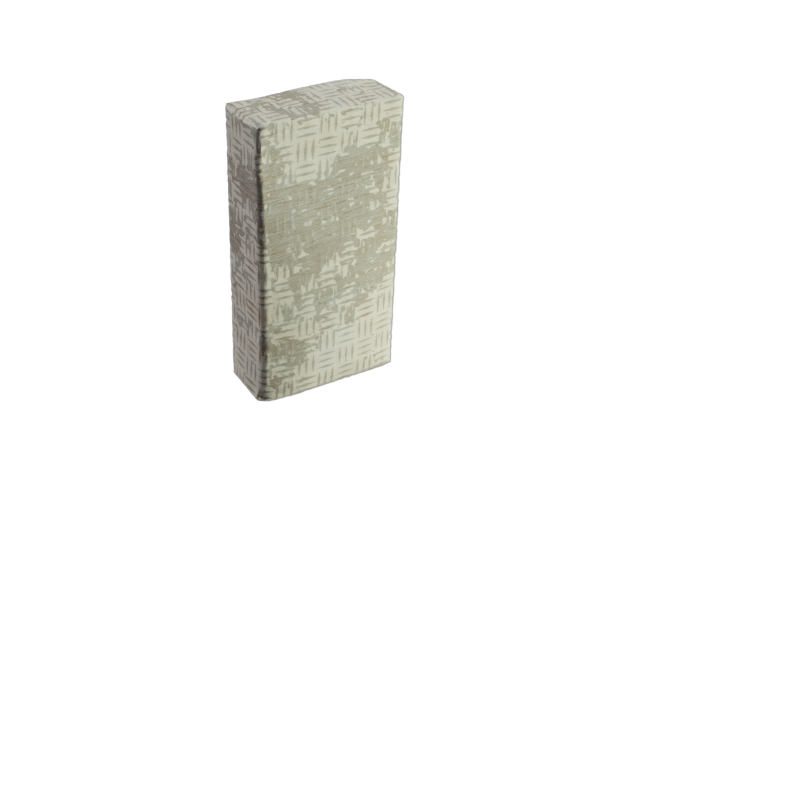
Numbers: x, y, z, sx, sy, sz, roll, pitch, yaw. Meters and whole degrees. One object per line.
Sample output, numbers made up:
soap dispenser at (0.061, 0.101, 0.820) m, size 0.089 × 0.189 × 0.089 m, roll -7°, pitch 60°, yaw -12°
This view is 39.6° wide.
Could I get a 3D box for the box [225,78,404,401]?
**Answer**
box at (-0.050, -0.091, 0.633) m, size 0.092 × 0.166 × 0.052 m, roll -16°, pitch 33°, yaw -29°
